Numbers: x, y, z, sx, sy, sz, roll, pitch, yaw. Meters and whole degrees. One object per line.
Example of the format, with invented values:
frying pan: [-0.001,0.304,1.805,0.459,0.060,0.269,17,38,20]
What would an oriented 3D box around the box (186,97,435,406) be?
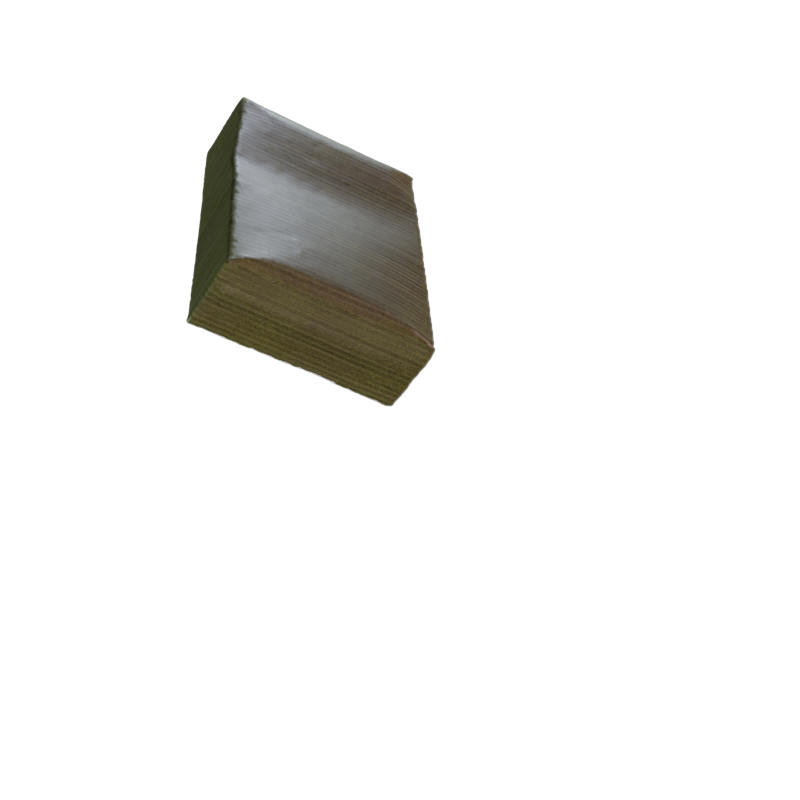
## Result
box: [-0.064,-0.117,0.823,0.158,0.229,0.070,22,-53,-21]
